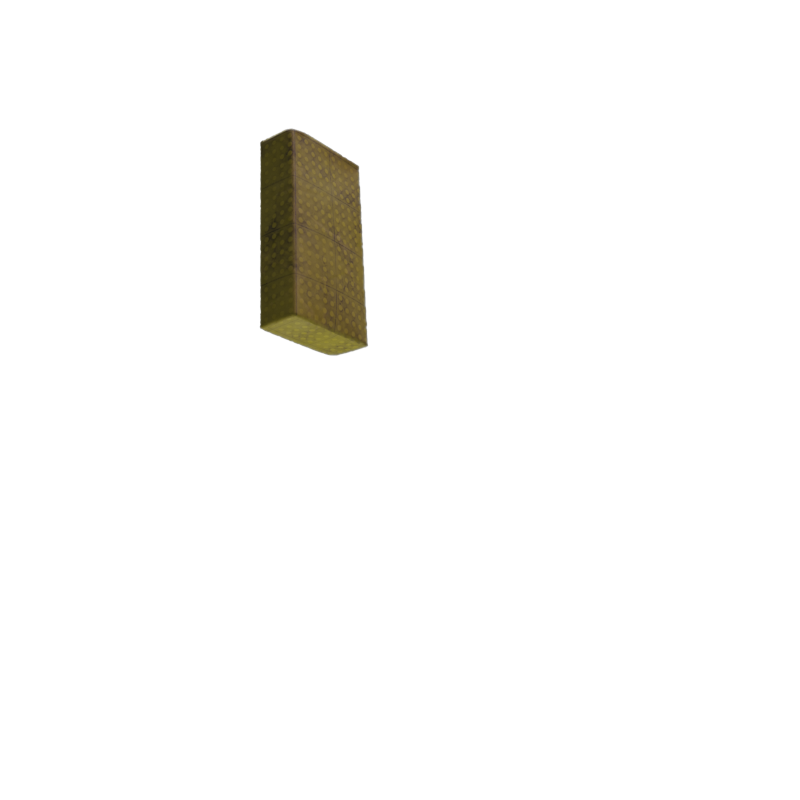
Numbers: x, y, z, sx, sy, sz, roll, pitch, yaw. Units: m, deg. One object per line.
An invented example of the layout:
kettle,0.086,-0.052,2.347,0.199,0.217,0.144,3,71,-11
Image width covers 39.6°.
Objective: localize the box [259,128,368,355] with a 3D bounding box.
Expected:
box,-0.073,-0.133,0.930,0.049,0.186,0.087,-20,-29,35
